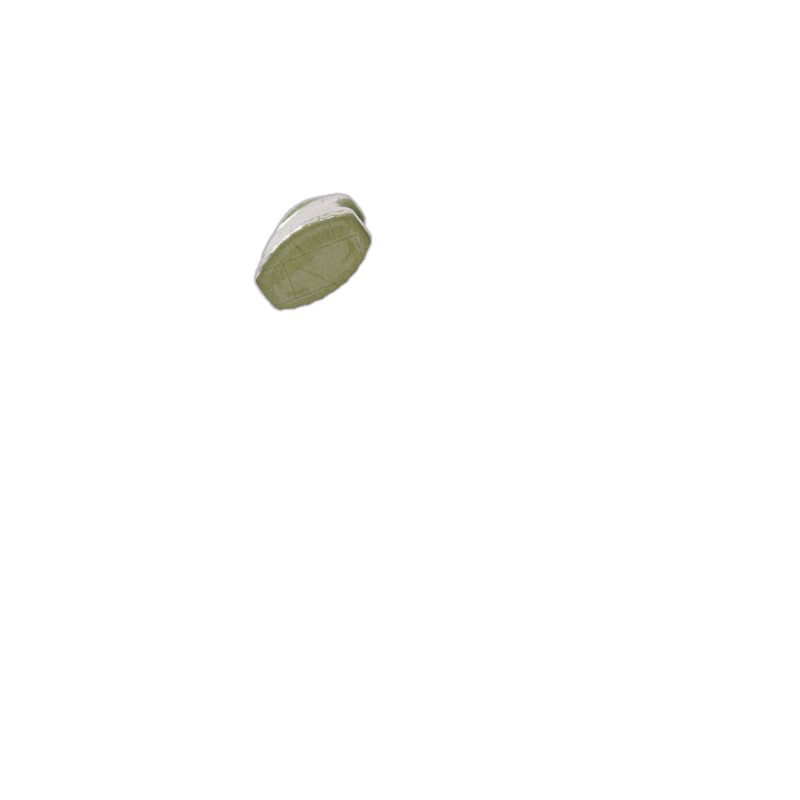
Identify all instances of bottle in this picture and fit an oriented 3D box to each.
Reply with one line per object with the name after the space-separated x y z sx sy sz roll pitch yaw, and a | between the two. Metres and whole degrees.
-0.074 -0.136 0.954 0.096 0.056 0.199 -37 16 7 | bottle
